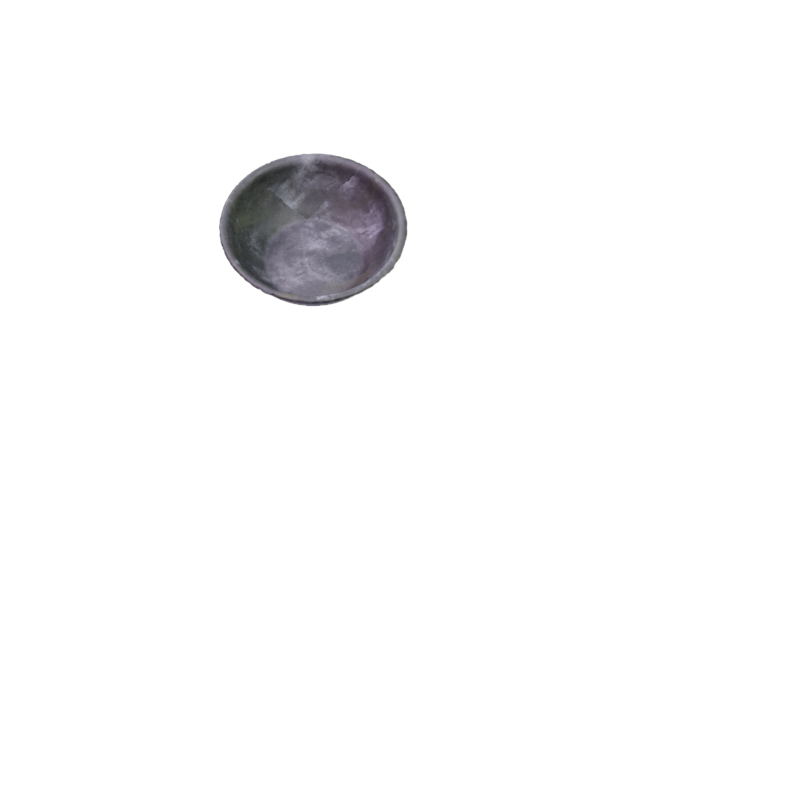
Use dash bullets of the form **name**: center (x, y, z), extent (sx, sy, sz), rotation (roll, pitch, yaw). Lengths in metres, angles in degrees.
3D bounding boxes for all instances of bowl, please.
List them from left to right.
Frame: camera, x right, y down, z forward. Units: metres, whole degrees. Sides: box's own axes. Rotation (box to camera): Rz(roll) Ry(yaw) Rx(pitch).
- **bowl**: center (-0.076, -0.139, 0.971), extent (0.162, 0.173, 0.051), rotation (-1, -33, -1)
